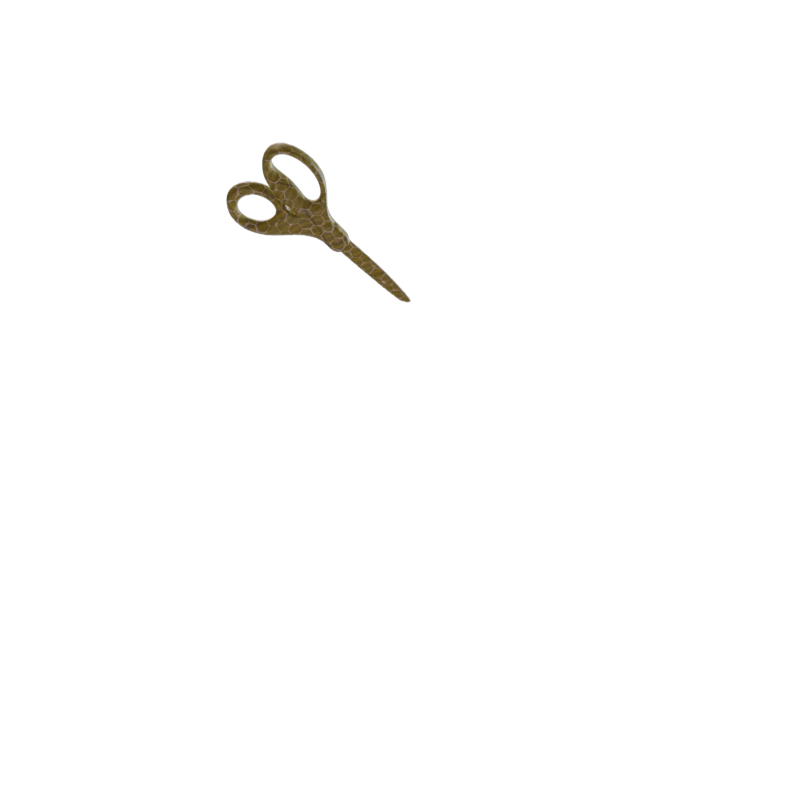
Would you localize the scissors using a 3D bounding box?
[{"bbox_3d":[-0.075,-0.137,0.963,0.097,0.187,0.017,-21,37,17],"label":"scissors"}]
